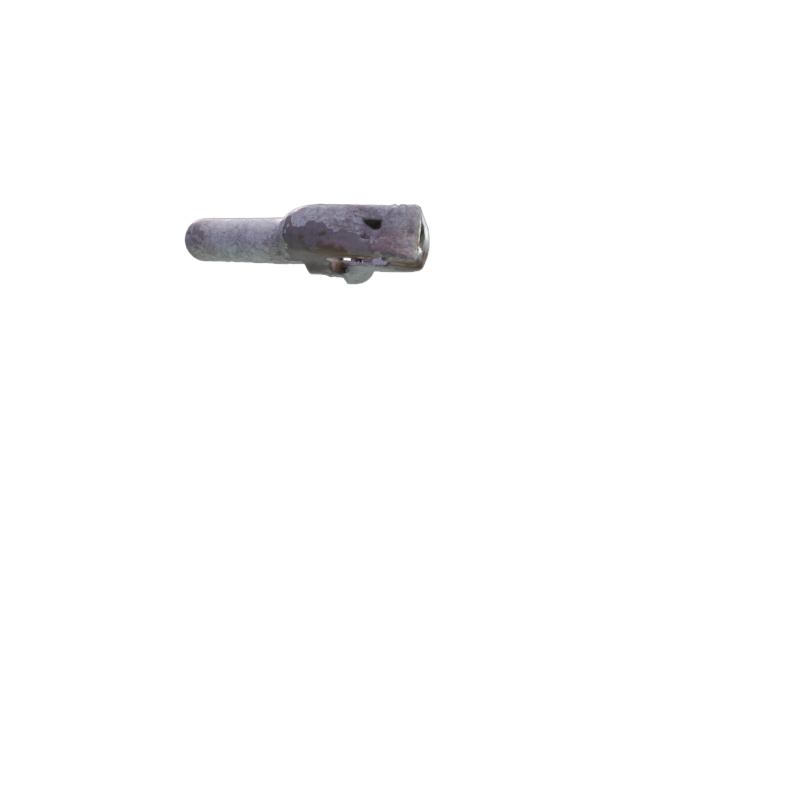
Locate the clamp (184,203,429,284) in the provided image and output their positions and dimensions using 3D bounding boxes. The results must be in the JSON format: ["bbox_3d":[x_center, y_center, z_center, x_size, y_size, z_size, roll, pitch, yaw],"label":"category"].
[{"bbox_3d":[-0.047,-0.086,0.601,0.117,0.040,0.174,0,-1,-19],"label":"clamp"}]
